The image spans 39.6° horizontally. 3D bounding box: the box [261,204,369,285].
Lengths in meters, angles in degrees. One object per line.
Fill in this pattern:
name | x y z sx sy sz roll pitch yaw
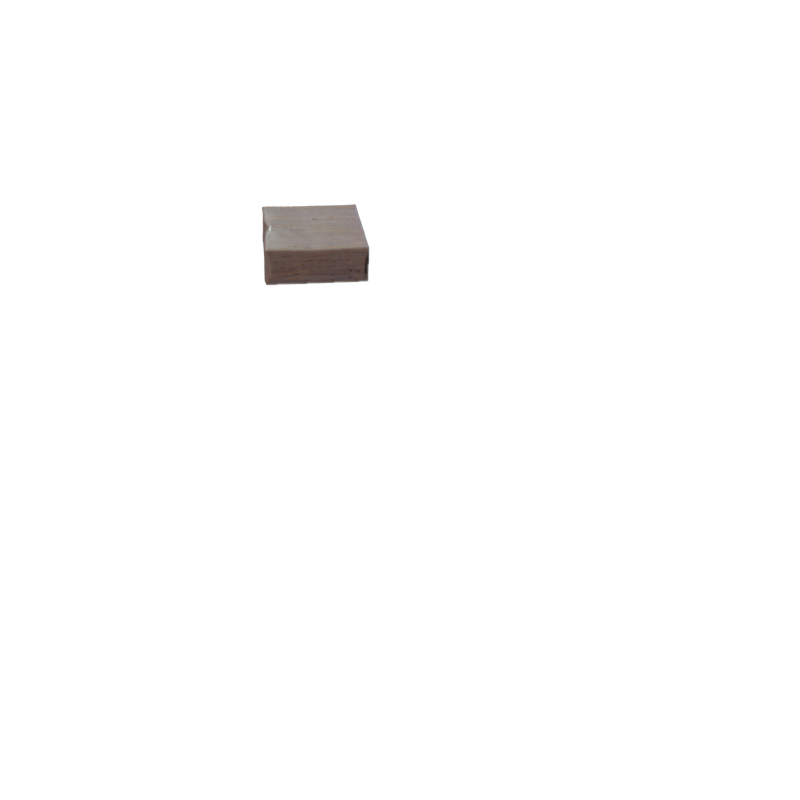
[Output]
box | -0.063 -0.115 0.808 0.073 0.028 0.095 -3 29 -5
